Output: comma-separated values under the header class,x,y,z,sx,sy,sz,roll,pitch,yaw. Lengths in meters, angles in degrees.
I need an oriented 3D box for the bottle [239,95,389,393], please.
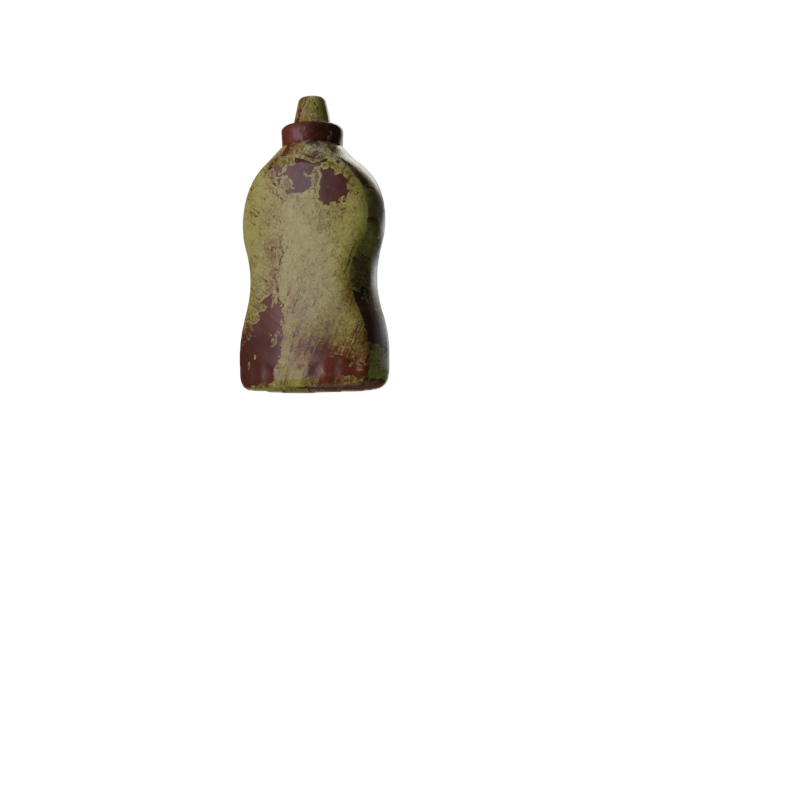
class,x,y,z,sx,sy,sz,roll,pitch,yaw
bottle,-0.056,-0.102,0.716,0.099,0.196,0.055,-6,-11,30
